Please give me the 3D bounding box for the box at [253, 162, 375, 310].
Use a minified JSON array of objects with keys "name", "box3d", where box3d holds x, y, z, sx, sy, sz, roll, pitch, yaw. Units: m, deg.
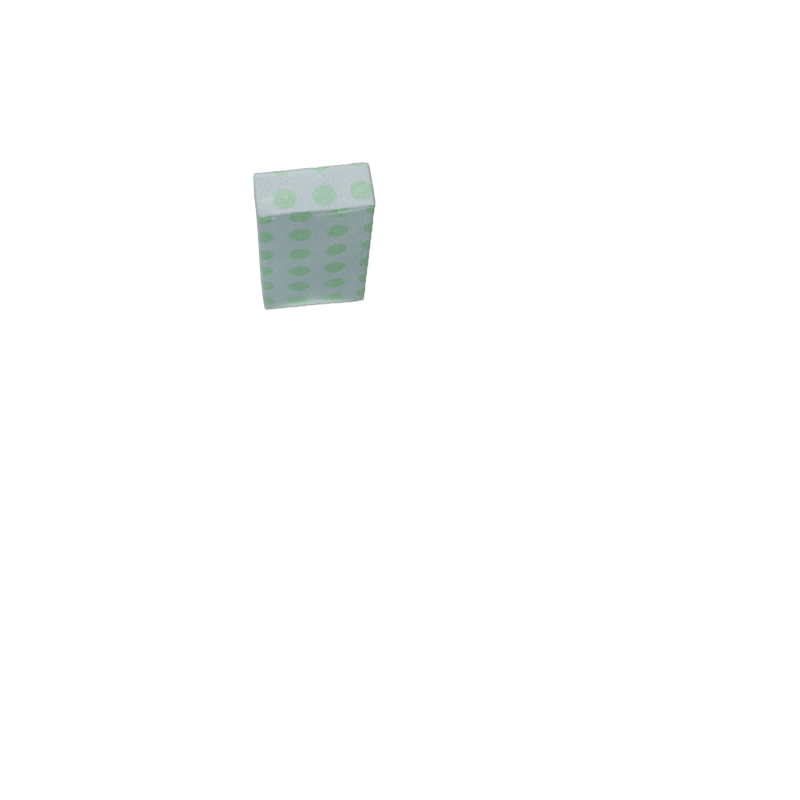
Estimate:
[{"name":"box","box3d":[-0.072,-0.131,0.922,0.093,0.051,0.168,-6,-18,-5]}]
